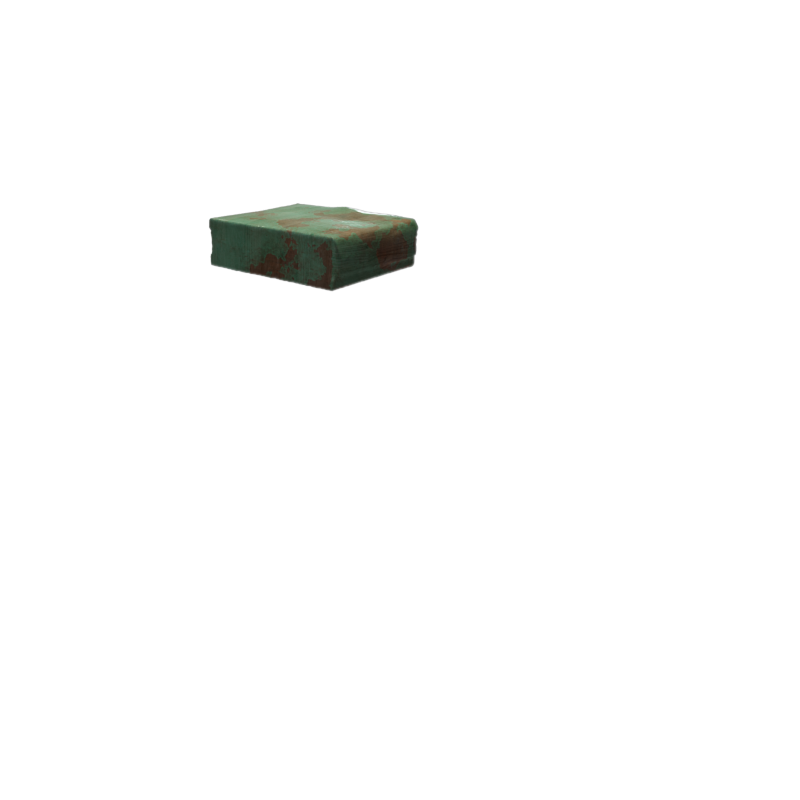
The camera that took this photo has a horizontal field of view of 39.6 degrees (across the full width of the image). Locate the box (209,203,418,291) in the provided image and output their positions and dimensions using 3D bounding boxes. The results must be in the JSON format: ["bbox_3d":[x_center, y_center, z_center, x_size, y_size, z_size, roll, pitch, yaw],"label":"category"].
[{"bbox_3d":[-0.047,-0.086,0.600,0.094,0.029,0.072,14,22,36],"label":"box"}]
